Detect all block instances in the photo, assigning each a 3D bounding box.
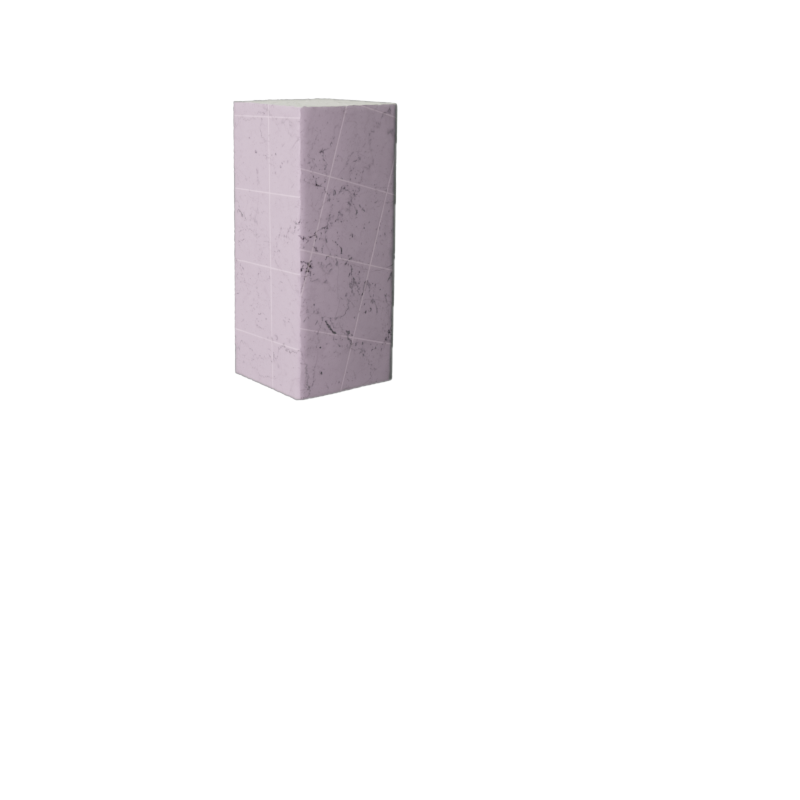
[{"bbox_3d":[-0.063,-0.117,0.819,0.088,0.201,0.096,-8,14,-37],"label":"block"}]
